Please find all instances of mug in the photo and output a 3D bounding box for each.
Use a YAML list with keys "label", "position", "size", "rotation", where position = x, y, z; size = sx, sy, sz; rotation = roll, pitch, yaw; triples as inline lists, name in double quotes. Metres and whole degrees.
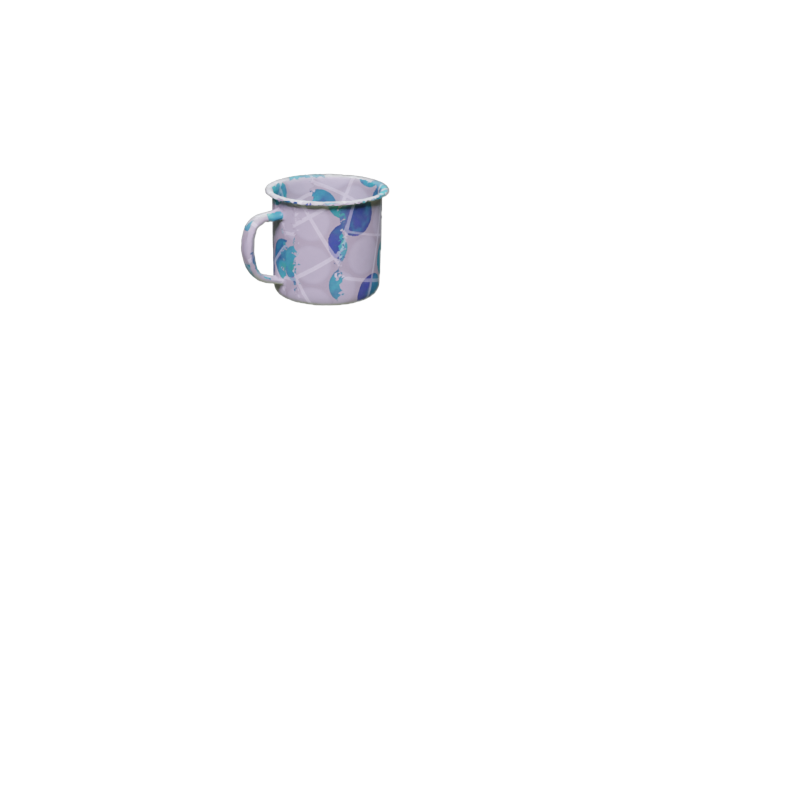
- label: "mug"
  position: [-0.065, -0.119, 0.834]
  size: [0.115, 0.078, 0.099]
  rotation: [-14, 25, -32]
